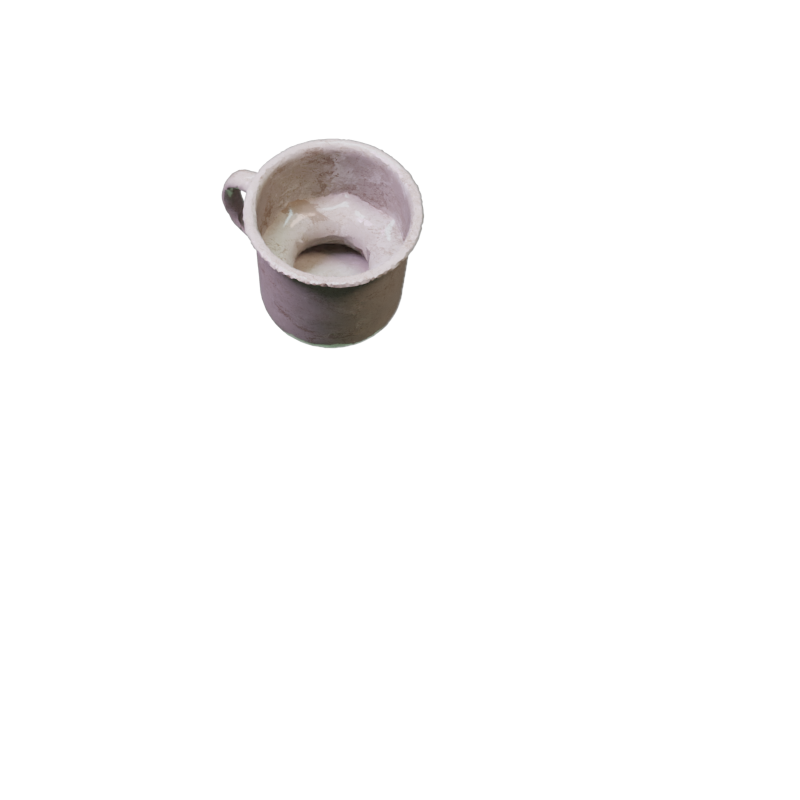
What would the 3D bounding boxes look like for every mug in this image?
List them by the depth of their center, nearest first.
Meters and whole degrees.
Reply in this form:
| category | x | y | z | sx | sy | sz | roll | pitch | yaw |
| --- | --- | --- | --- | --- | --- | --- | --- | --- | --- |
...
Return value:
| category | x | y | z | sx | sy | sz | roll | pitch | yaw |
| --- | --- | --- | --- | --- | --- | --- | --- | --- | --- |
| mug | -0.047 | -0.086 | 0.605 | 0.121 | 0.096 | 0.076 | 27 | -27 | 14 |
